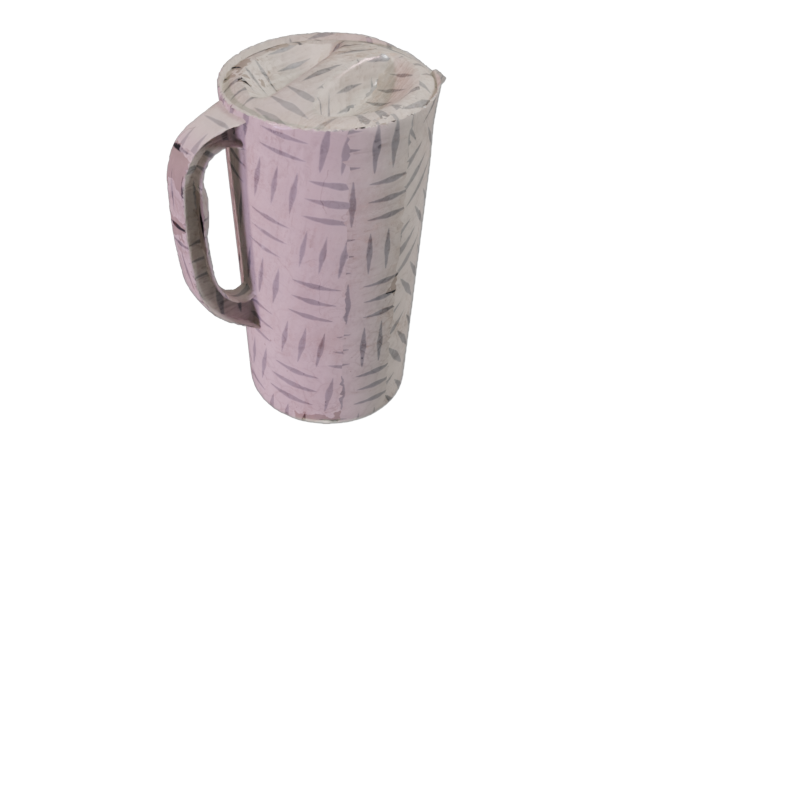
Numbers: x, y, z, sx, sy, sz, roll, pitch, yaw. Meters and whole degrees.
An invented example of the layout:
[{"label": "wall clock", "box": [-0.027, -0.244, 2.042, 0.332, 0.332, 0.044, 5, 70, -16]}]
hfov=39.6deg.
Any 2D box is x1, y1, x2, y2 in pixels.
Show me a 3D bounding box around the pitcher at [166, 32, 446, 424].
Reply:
[{"label": "pitcher", "box": [-0.056, -0.102, 0.716, 0.151, 0.227, 0.153, 8, 37, 7]}]
